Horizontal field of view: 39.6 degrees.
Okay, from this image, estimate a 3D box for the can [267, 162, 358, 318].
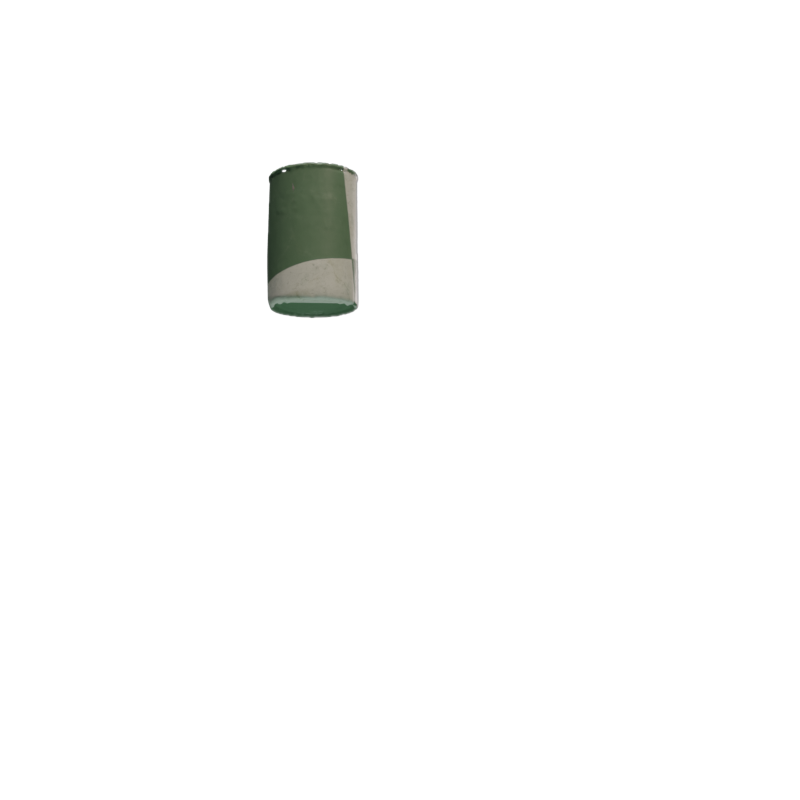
[{"bbox_3d":[-0.065,-0.118,0.826,0.068,0.106,0.066,0,-14,-2],"label":"can"}]
